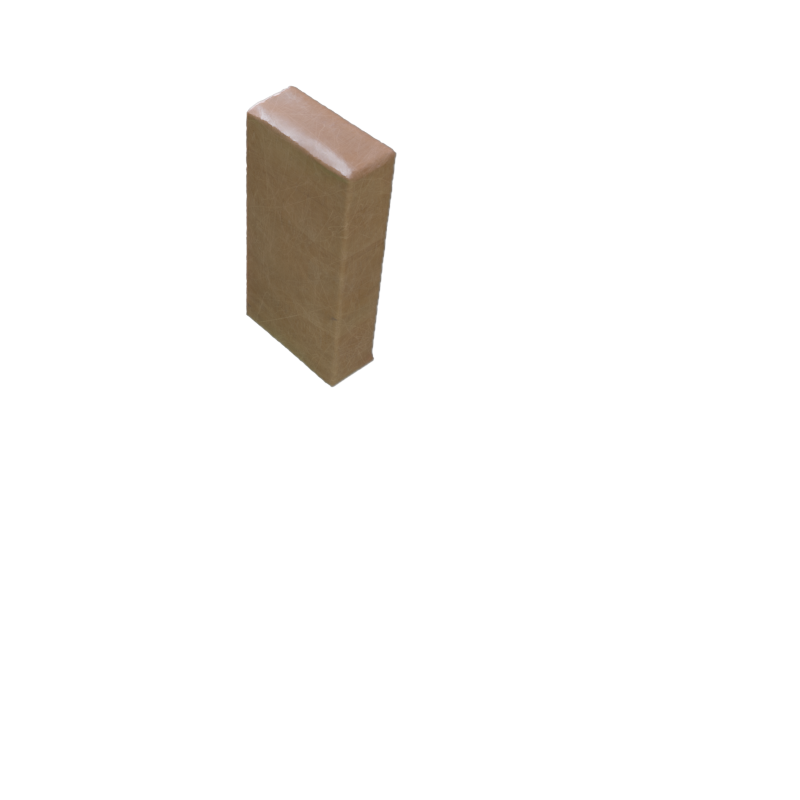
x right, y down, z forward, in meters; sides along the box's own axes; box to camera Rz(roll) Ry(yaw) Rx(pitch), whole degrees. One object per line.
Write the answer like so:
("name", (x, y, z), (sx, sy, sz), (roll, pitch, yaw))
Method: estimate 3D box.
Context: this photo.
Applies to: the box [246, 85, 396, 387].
("box", (-0.055, -0.100, 0.700), (0.048, 0.164, 0.100), (-33, 57, -30))
